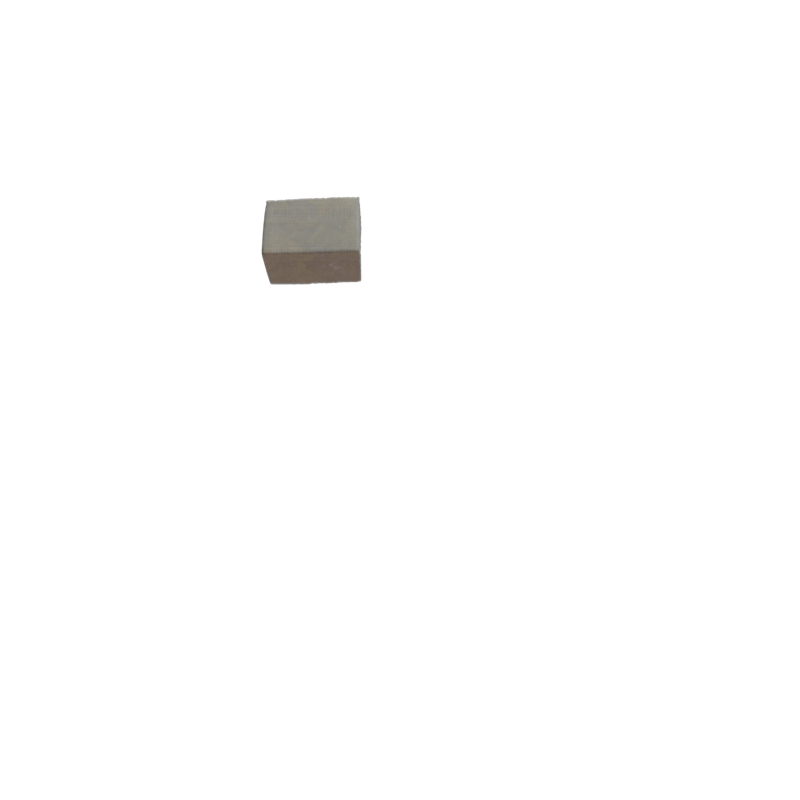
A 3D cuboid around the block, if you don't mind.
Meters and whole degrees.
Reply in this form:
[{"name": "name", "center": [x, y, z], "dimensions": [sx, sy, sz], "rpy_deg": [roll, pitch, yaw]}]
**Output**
[{"name": "block", "center": [-0.070, -0.128, 0.897], "dimensions": [0.078, 0.054, 0.049], "rpy_deg": [-2, -27, 2]}]
